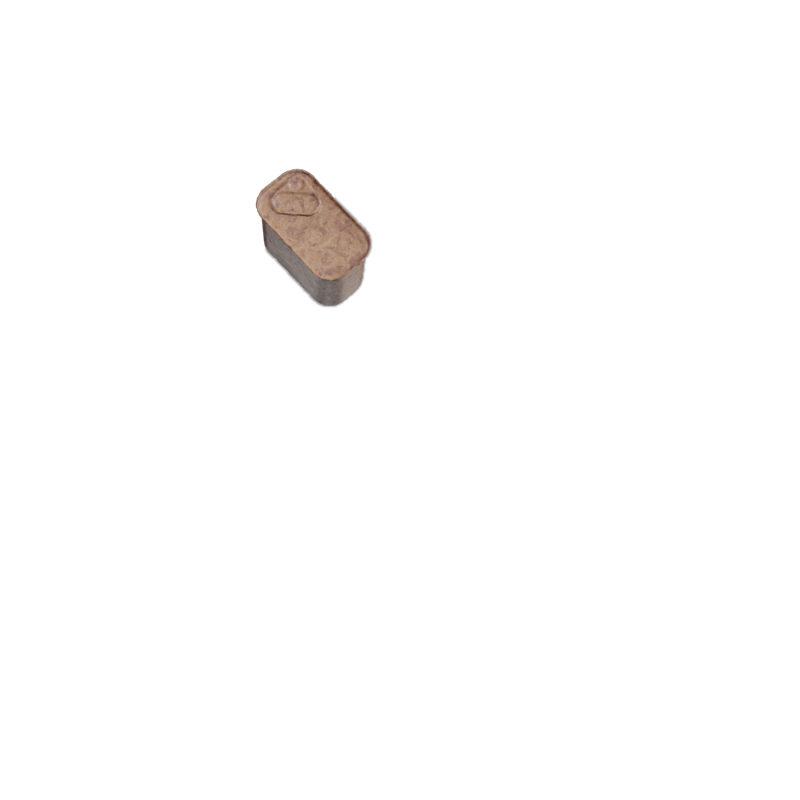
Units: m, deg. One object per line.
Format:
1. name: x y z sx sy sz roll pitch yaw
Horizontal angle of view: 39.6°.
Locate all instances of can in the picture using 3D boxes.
1. can: -0.074 -0.134 0.941 0.058 0.106 0.080 -40 -13 -13
